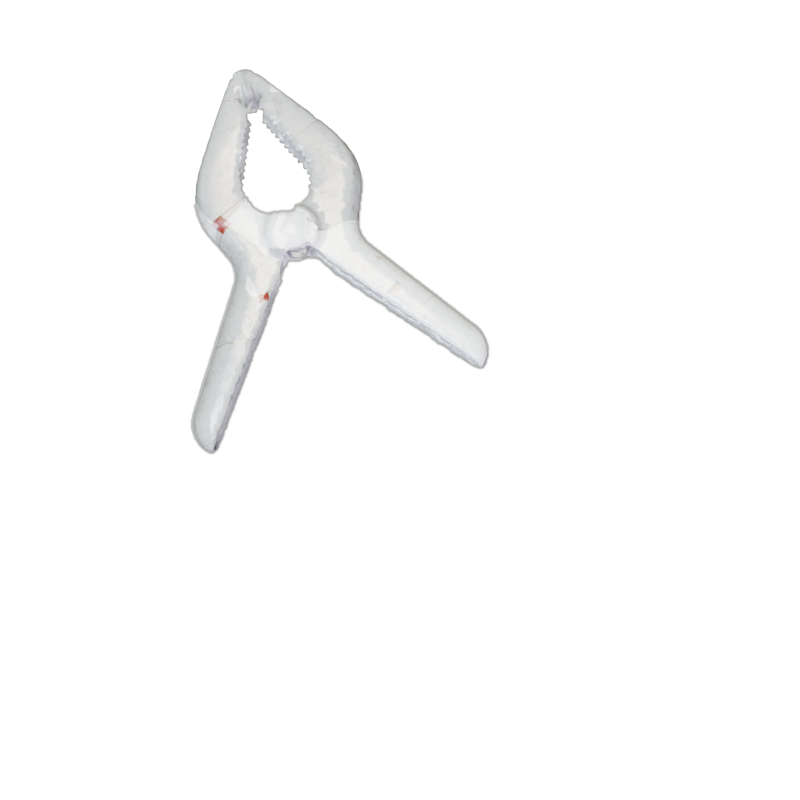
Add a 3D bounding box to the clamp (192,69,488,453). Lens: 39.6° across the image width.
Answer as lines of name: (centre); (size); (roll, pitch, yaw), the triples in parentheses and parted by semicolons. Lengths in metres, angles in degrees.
clamp: (-0.049, -0.089, 0.621); (0.164, 0.218, 0.035); (-11, -14, -3)
